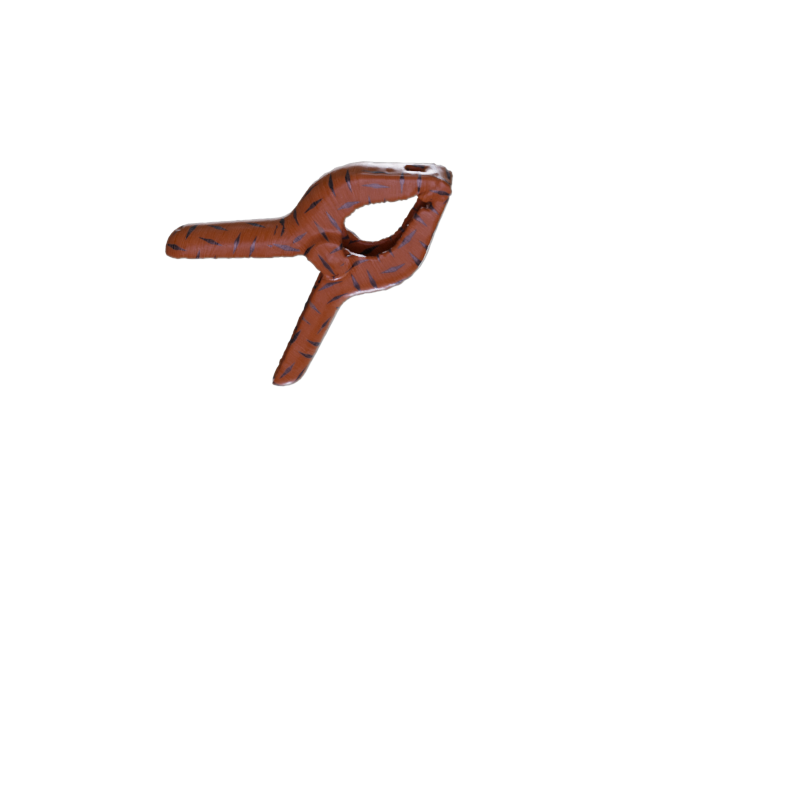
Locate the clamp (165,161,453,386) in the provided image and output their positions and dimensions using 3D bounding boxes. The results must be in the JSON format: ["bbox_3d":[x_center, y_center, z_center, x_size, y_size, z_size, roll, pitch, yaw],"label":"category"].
[{"bbox_3d":[-0.051,-0.093,0.648,0.170,0.114,0.042,-39,23,19],"label":"clamp"}]
